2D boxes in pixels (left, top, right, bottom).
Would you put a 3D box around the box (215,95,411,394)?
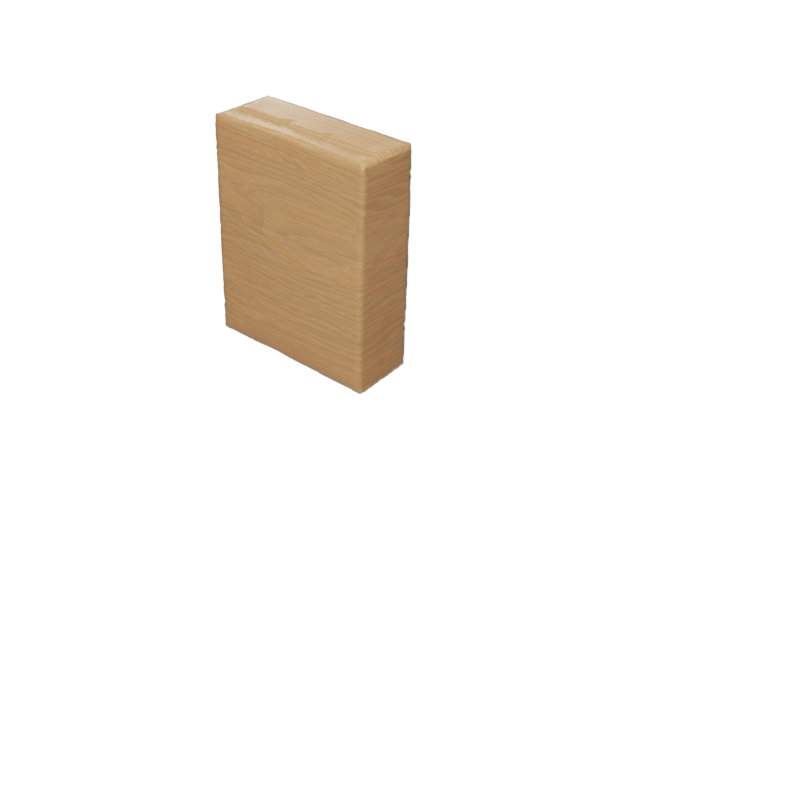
[{"bbox_3d":[-0.074,-0.135,0.946,0.174,0.201,0.072,26,38,33],"label":"box"}]
